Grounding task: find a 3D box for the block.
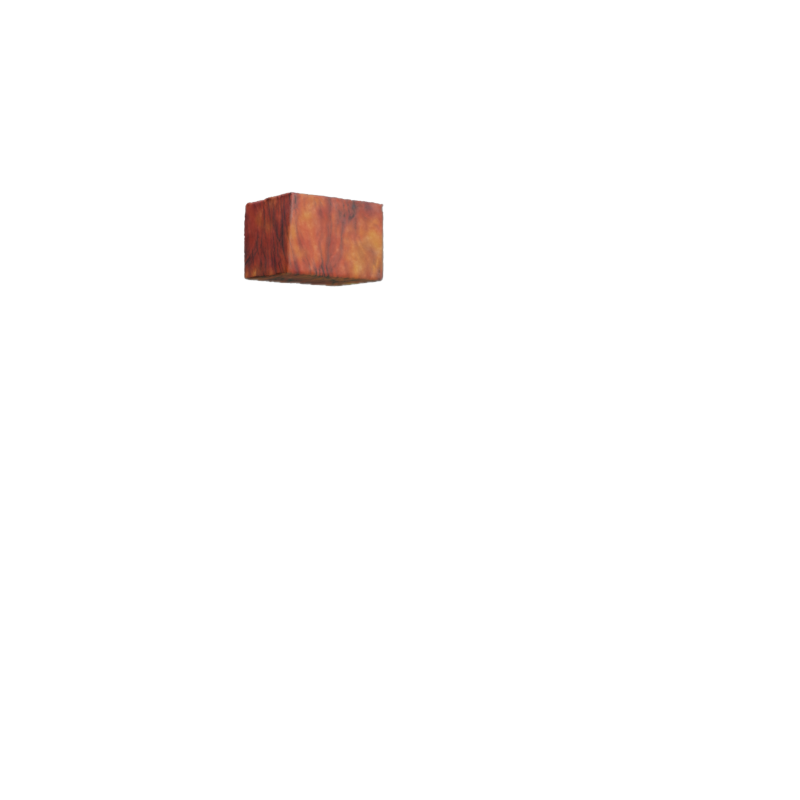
[{"bbox_3d":[-0.056,-0.103,0.719,0.075,0.052,0.054,1,-4,-39],"label":"block"}]
